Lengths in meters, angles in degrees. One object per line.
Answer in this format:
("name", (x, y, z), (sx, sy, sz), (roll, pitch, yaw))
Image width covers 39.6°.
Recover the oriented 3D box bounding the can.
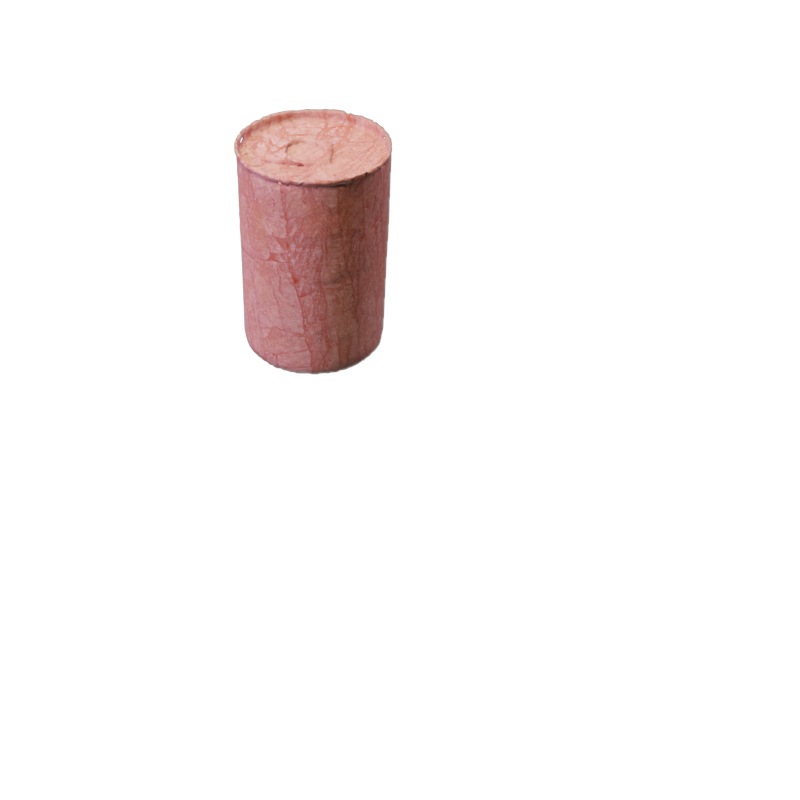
("can", (-0.039, -0.072, 0.502), (0.068, 0.096, 0.073), (0, 36, -3))
